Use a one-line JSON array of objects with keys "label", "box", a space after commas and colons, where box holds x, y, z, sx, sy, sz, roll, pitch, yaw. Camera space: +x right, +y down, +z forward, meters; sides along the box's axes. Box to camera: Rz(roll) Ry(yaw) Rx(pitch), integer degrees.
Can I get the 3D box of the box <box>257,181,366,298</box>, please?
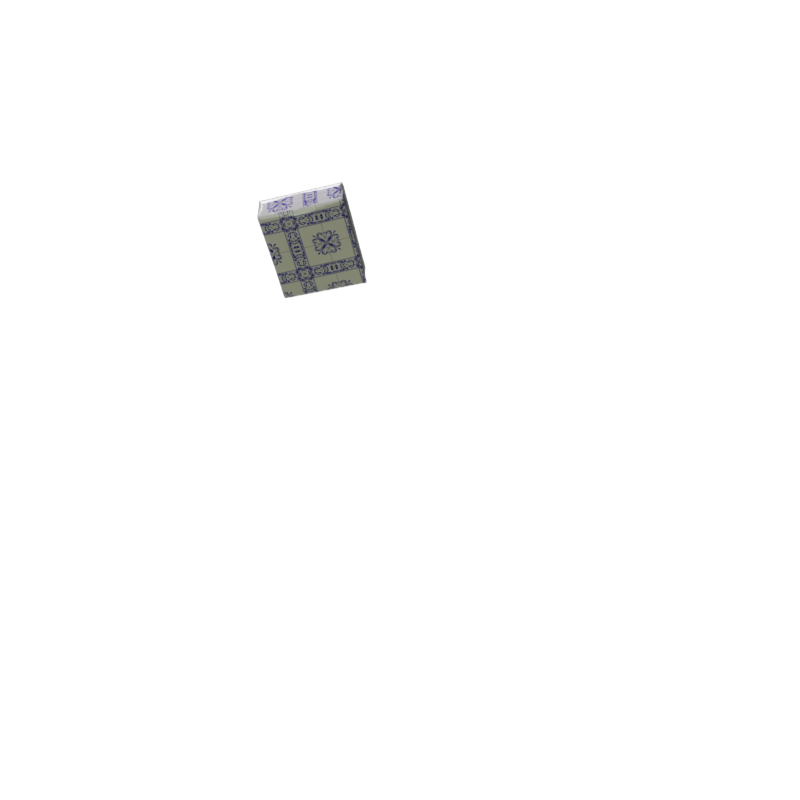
[{"label": "box", "box": [-0.073, -0.133, 0.934, 0.073, 0.083, 0.032, -11, 35, 7]}]
